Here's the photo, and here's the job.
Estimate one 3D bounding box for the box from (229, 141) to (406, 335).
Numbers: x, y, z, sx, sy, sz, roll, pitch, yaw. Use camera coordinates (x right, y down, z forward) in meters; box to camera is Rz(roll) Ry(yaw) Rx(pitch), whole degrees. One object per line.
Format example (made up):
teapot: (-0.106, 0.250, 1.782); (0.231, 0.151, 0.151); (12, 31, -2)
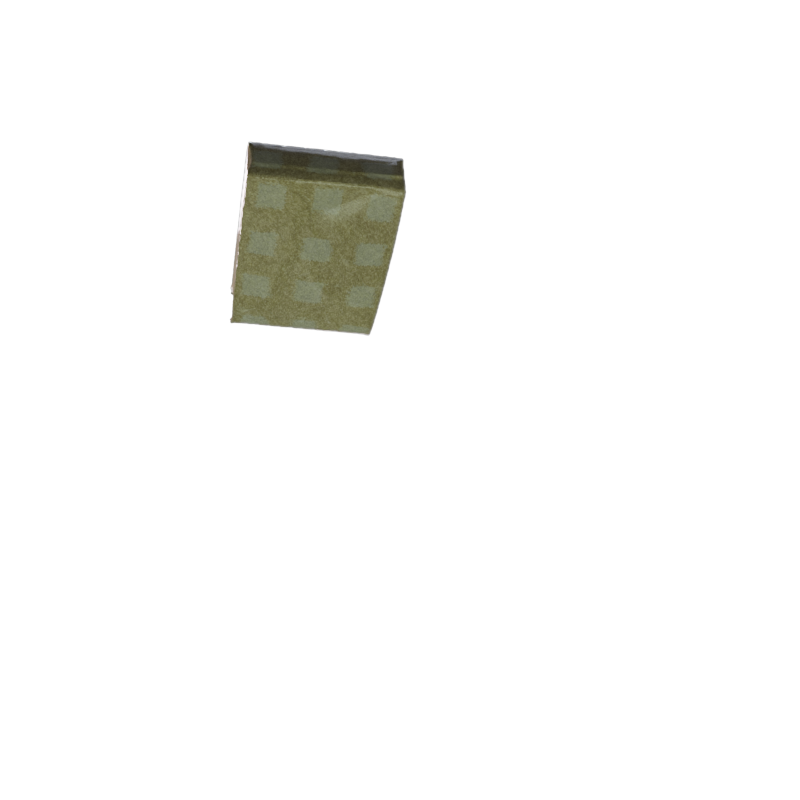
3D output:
box: (-0.050, -0.092, 0.645); (0.089, 0.107, 0.042); (7, 39, -7)
